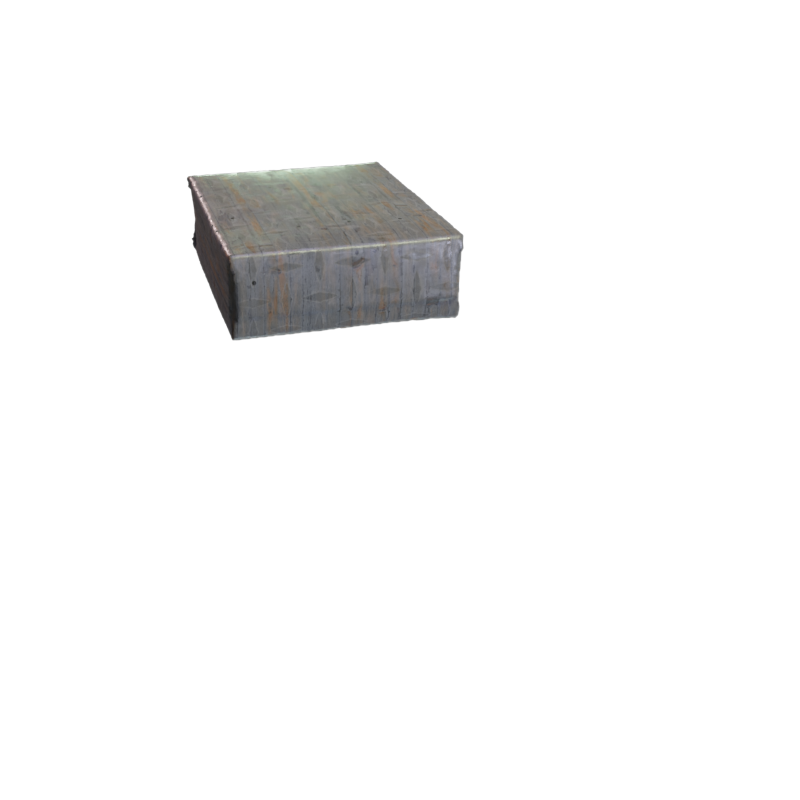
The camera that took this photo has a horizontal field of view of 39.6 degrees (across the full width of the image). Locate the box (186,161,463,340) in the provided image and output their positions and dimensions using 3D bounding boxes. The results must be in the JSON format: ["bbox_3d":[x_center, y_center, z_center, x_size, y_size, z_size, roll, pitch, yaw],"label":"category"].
[{"bbox_3d":[-0.036,-0.065,0.456,0.088,0.037,0.121,-6,24,-15],"label":"box"}]
